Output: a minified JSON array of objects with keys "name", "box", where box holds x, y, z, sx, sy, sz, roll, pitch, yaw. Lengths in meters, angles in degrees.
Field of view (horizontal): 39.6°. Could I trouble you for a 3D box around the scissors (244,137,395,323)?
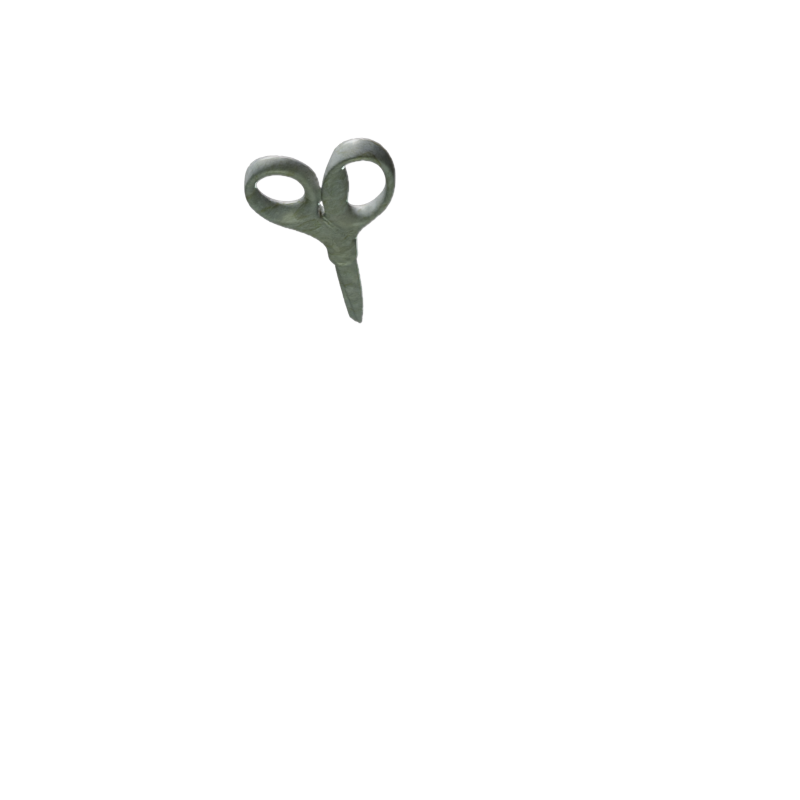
[{"name":"scissors","box":[-0.054,-0.099,0.691,0.095,0.017,0.192,5,-27,-10]}]
